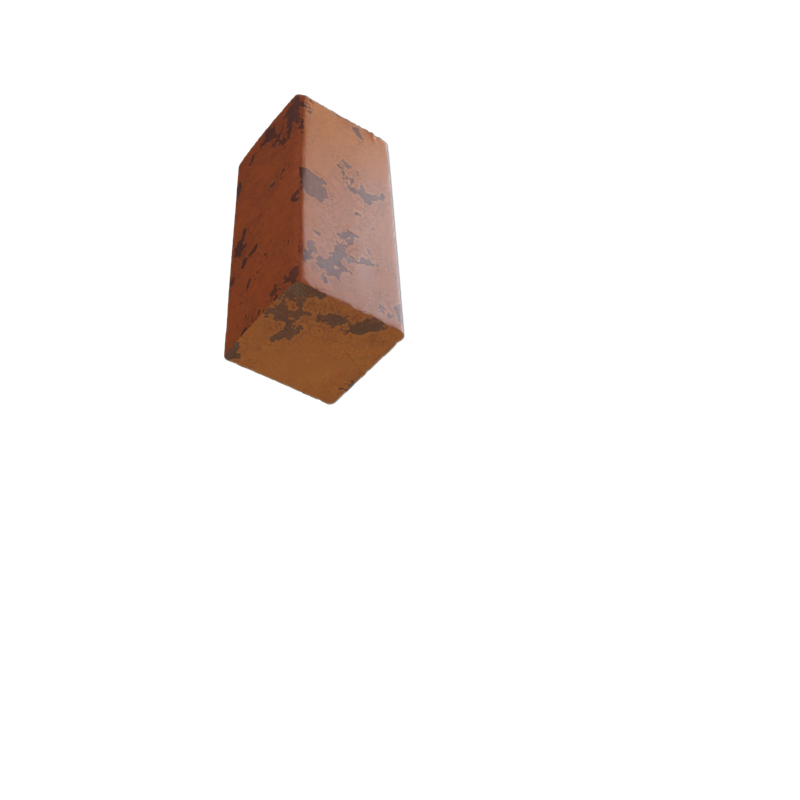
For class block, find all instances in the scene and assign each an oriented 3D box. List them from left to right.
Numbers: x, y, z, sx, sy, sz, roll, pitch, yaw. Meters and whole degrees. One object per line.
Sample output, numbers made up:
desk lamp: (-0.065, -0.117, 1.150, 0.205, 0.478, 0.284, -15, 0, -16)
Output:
block: (-0.063, -0.115, 0.804, 0.086, 0.221, 0.088, 25, -51, -27)
